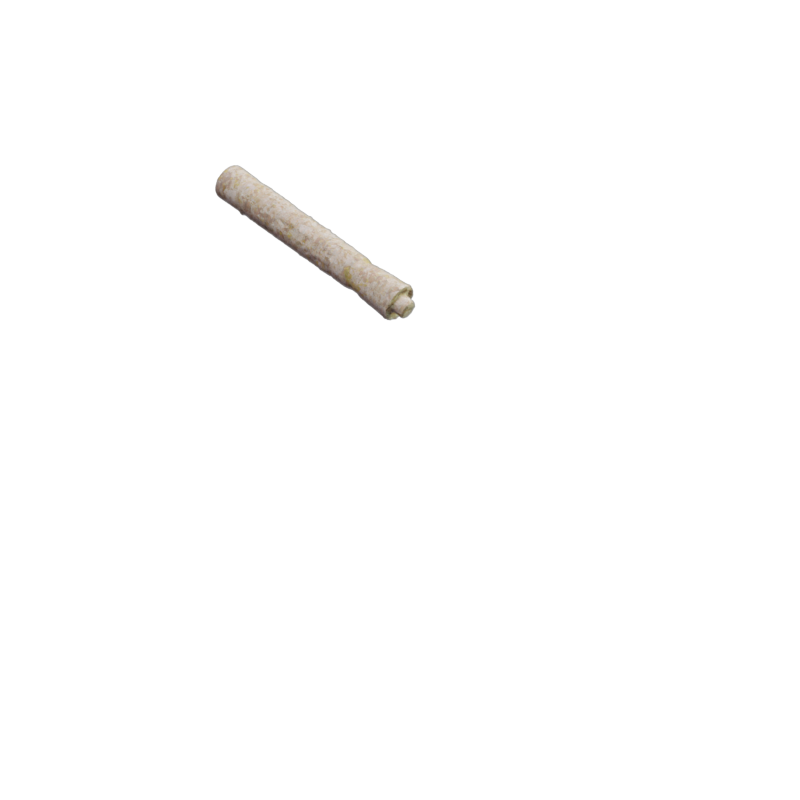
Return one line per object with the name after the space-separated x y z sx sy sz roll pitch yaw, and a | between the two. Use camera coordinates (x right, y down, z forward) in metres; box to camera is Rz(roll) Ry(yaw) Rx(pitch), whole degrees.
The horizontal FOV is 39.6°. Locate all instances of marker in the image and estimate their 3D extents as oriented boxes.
-0.041 -0.075 0.524 0.129 0.019 0.019 38 23 28 | marker
